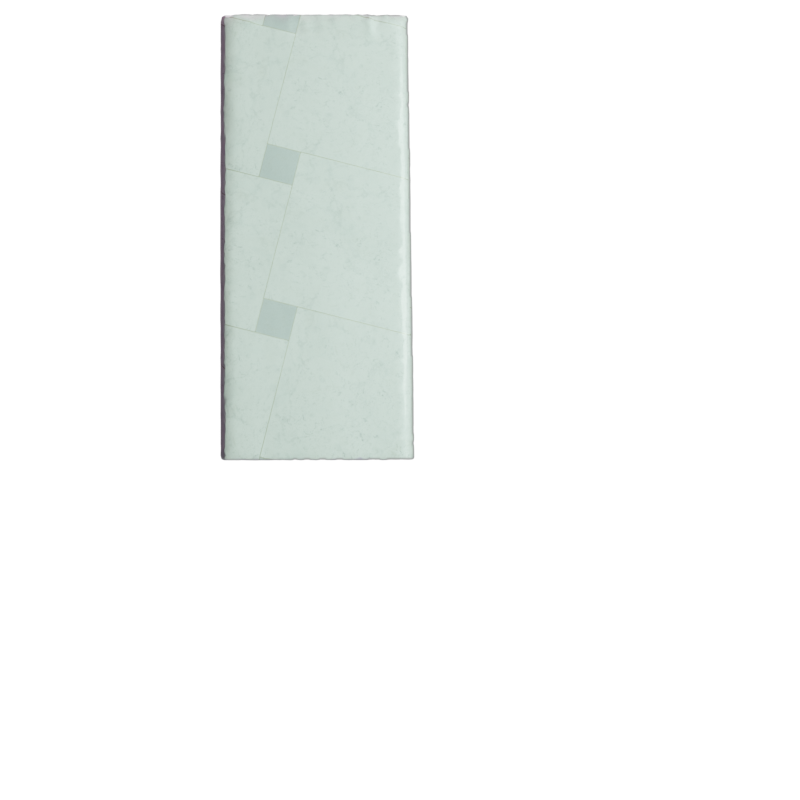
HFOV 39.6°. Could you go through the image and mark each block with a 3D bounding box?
[{"bbox_3d":[-0.043,-0.079,0.551,0.090,0.209,0.089,0,-4,-4],"label":"block"}]
